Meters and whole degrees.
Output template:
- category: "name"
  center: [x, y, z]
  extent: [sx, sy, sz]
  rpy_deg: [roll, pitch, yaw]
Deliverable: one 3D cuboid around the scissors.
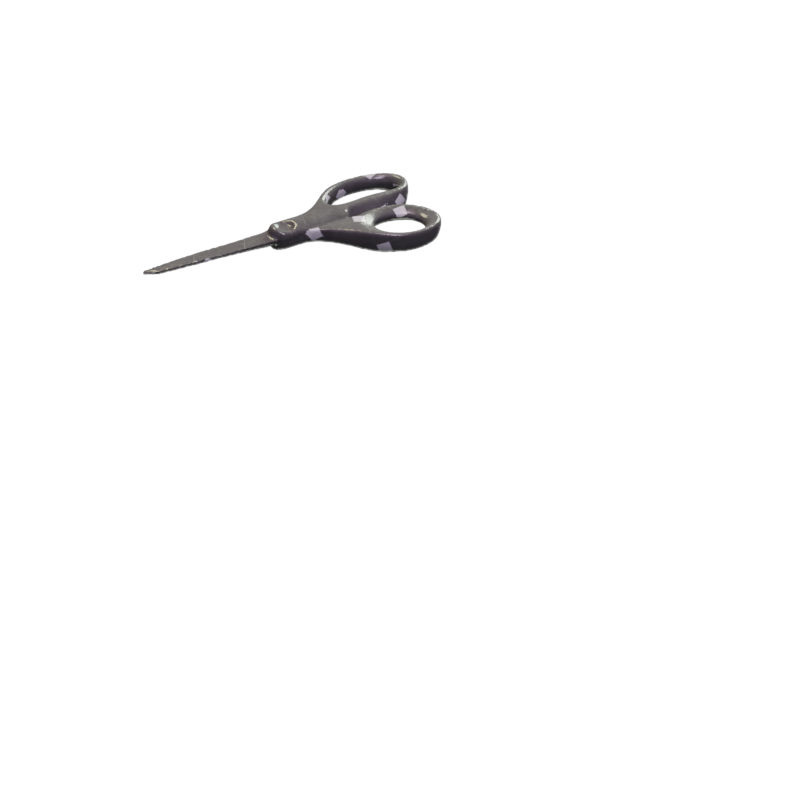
- category: "scissors"
  center: [-0.055, -0.101, 0.709]
  extent: [0.102, 0.015, 0.202]
  rpy_deg: [28, 45, 33]
